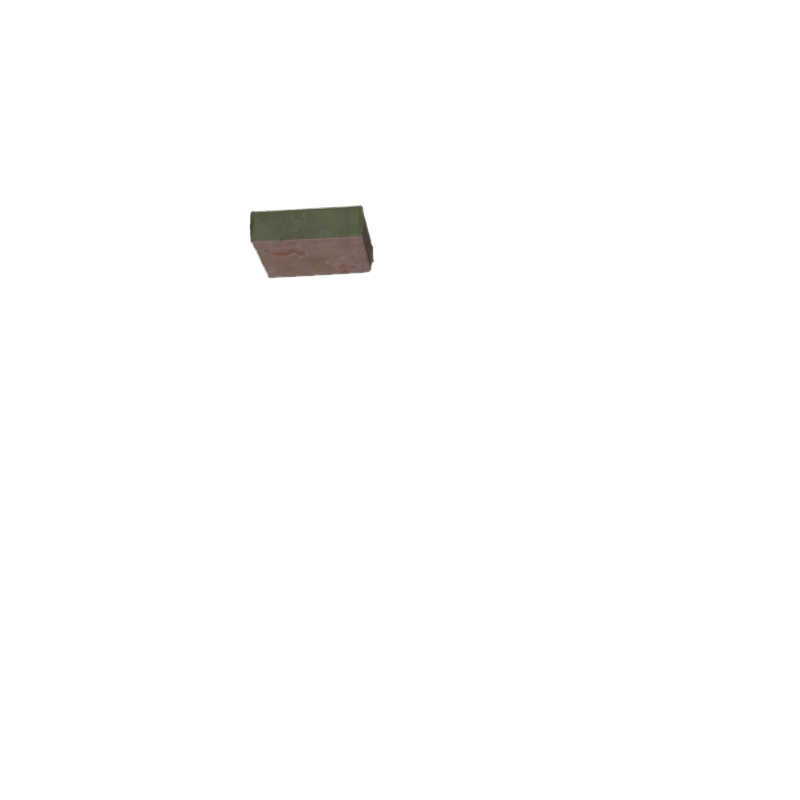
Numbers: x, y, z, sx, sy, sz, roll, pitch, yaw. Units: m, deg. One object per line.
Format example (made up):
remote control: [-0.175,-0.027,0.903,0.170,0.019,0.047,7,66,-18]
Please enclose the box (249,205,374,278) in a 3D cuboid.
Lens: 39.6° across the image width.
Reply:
box: [-0.069,-0.125,0.877,0.090,0.032,0.069,-2,-18,7]
